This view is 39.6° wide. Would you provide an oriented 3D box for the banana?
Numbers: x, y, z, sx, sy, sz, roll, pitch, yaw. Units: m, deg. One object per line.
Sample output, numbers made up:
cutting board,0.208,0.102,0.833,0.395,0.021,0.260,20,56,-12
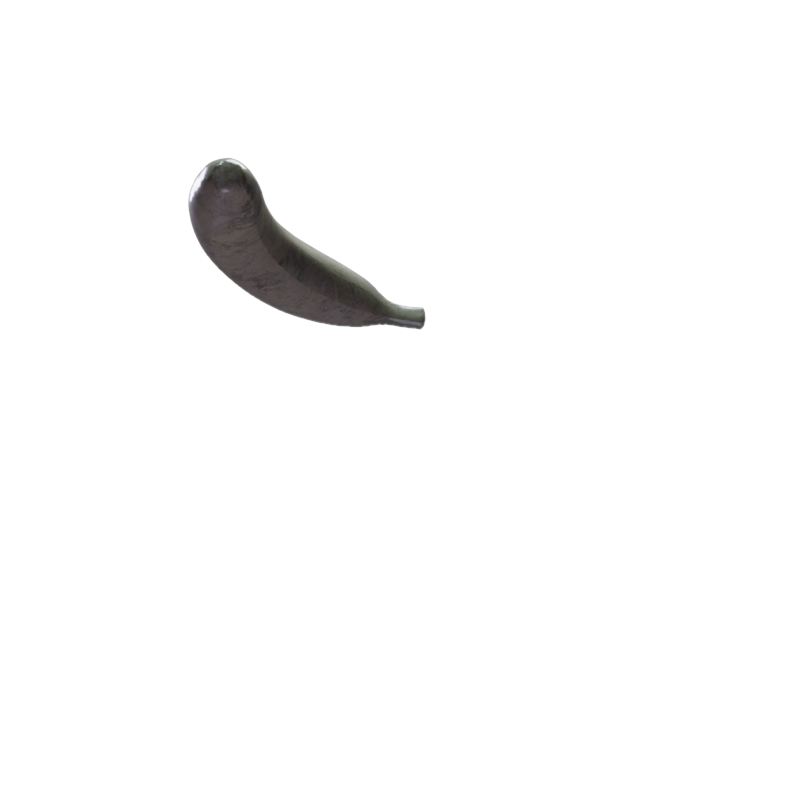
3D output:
banana,-0.057,-0.074,0.554,0.071,0.038,0.185,-9,-19,26
